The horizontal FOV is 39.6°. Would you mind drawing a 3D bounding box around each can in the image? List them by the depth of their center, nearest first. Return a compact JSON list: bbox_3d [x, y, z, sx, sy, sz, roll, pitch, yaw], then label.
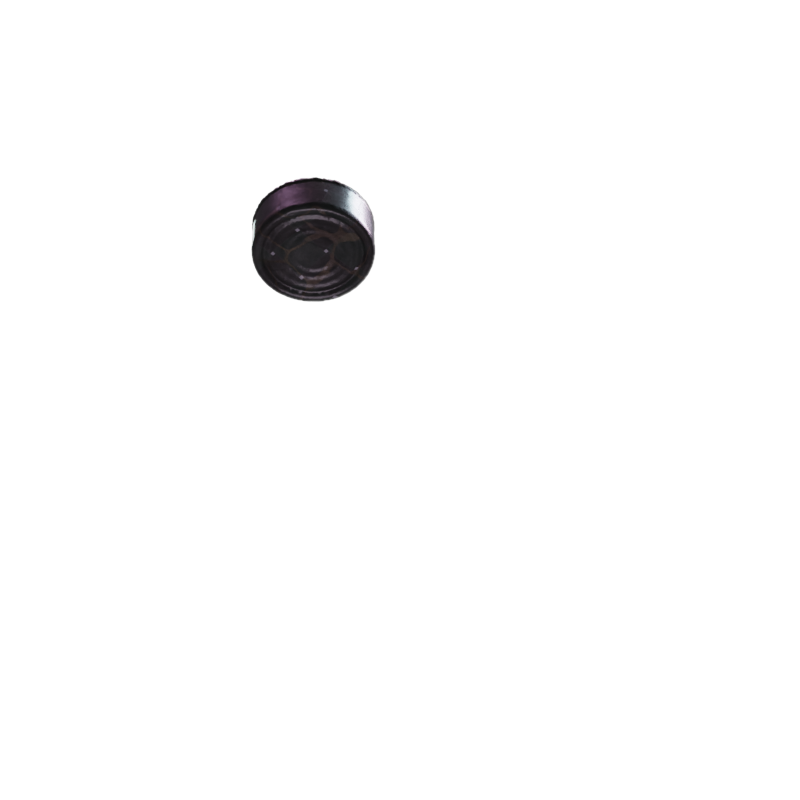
[{"bbox_3d":[-0.060,-0.109,0.764,0.086,0.080,0.036,1,42,-1],"label":"can"}]
